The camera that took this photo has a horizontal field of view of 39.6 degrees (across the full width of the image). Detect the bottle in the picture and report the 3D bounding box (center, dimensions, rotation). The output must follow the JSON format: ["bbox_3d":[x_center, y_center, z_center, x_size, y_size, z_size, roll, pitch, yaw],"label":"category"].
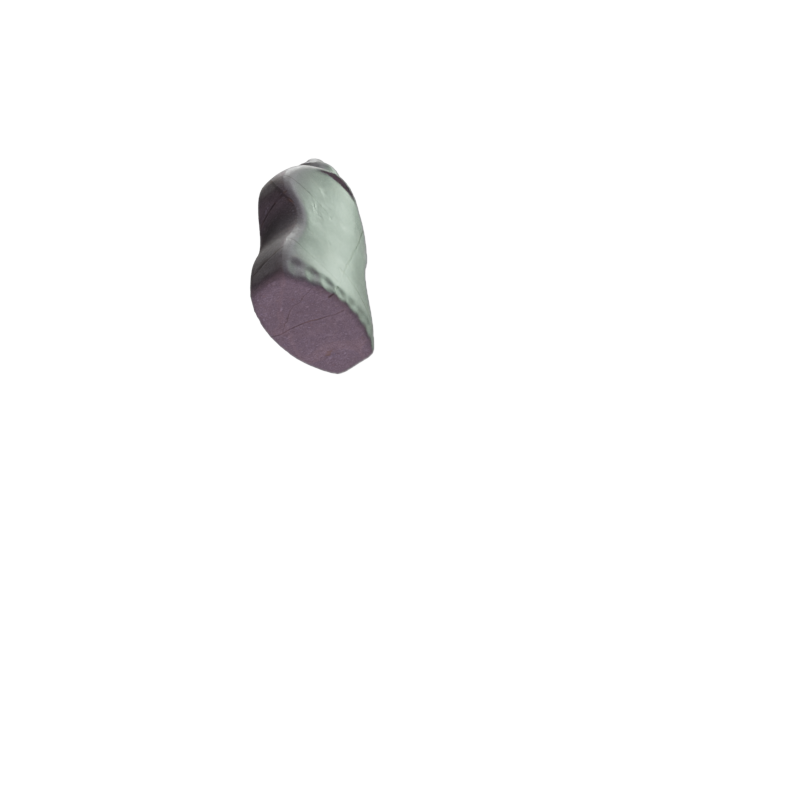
[{"bbox_3d":[-0.062,-0.114,0.799,0.058,0.206,0.090,-35,-55,25],"label":"bottle"}]
